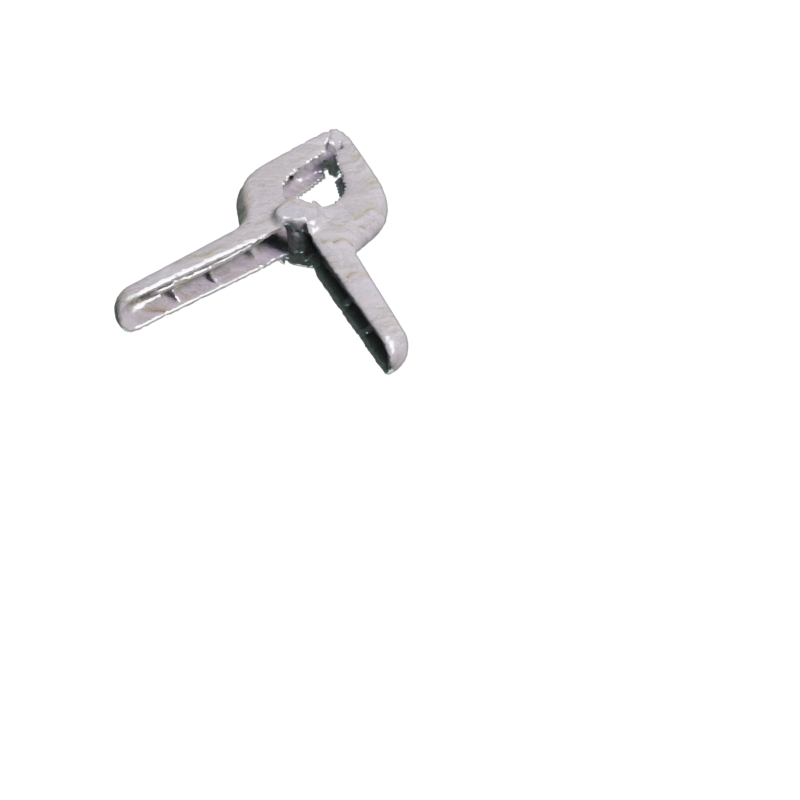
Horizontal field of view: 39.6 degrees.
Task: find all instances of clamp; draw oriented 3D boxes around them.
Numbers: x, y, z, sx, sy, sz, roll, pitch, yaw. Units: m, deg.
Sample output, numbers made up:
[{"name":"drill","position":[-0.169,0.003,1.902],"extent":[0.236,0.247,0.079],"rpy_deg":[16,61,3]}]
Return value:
[{"name":"clamp","position":[-0.052,-0.095,0.666],"extent":[0.169,0.034,0.219],"rpy_deg":[13,44,14]}]
